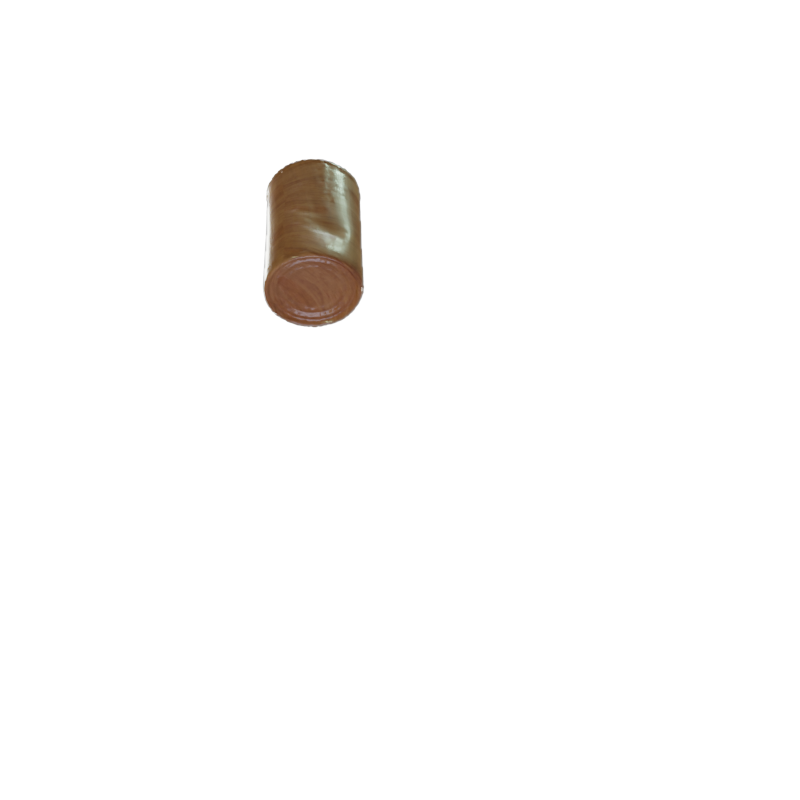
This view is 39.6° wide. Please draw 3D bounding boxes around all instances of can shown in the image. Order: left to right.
[{"bbox_3d":[-0.060,-0.109,0.763,0.068,0.064,0.110,-1,45,-3],"label":"can"}]
